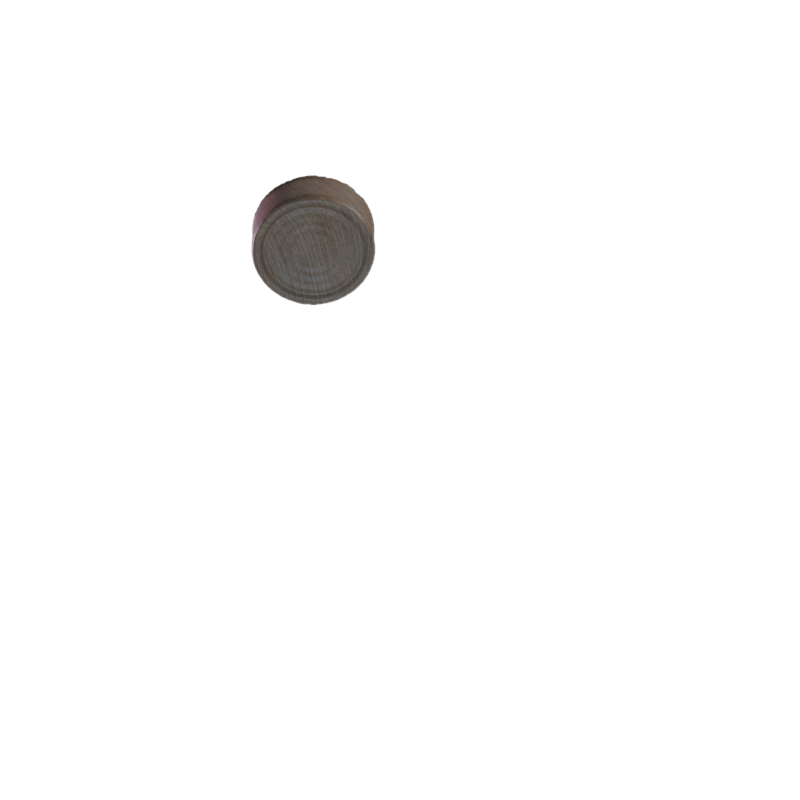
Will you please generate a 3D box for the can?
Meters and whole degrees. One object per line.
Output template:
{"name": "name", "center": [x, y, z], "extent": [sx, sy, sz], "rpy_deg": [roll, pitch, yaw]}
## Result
{"name": "can", "center": [-0.060, -0.109, 0.764], "extent": [0.086, 0.081, 0.036], "rpy_deg": [1, 31, -1]}
